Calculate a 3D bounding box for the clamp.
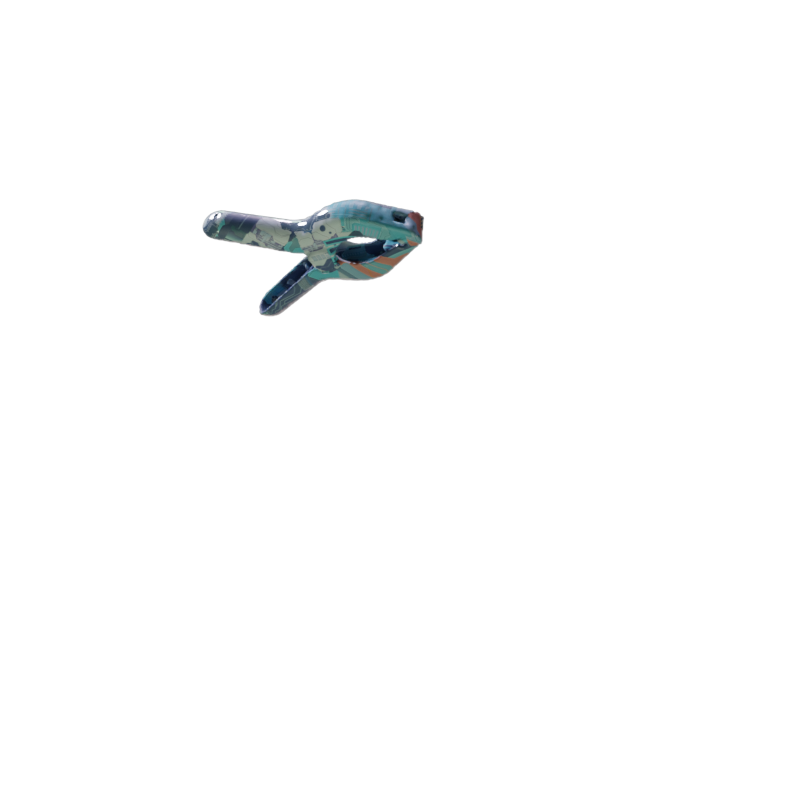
[{"bbox_3d":[-0.069,-0.126,0.883,0.173,0.042,0.111,-18,-38,24],"label":"clamp"}]
